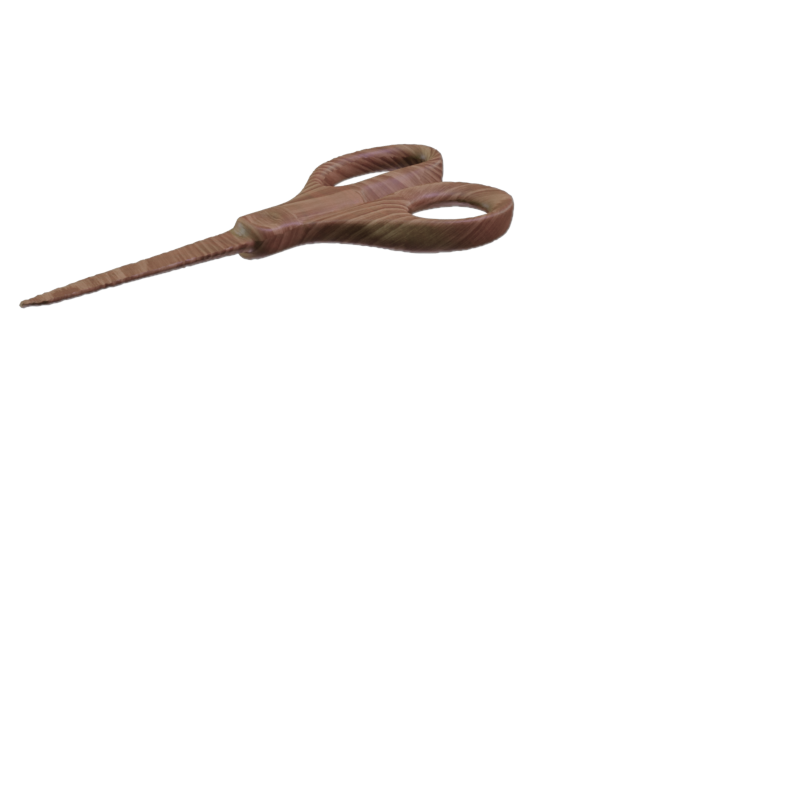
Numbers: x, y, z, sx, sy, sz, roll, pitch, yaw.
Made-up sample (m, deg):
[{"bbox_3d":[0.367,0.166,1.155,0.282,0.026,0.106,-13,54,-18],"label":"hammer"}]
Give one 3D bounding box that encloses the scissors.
[{"bbox_3d":[-0.033,-0.060,0.417,0.101,0.015,0.203,20,37,29],"label":"scissors"}]
